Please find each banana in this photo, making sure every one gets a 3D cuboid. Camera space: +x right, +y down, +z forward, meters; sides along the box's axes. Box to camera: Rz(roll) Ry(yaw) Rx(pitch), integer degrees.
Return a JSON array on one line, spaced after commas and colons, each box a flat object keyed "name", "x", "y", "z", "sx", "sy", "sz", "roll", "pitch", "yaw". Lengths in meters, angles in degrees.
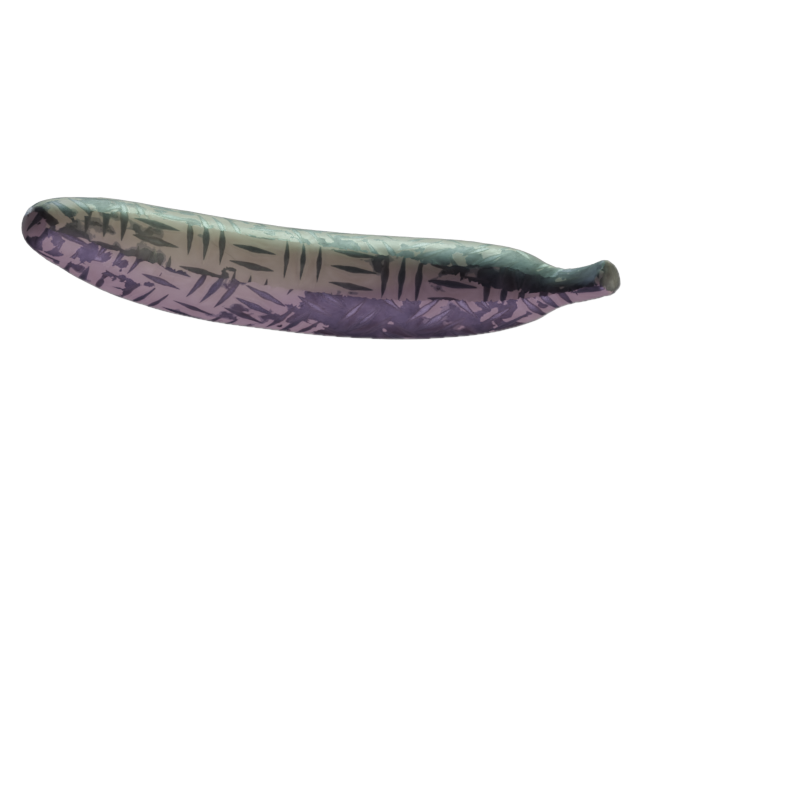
[{"name": "banana", "x": -0.030, "y": -0.047, "z": 0.391, "sx": 0.195, "sy": 0.039, "sz": 0.067, "roll": 3, "pitch": -21, "yaw": -8}]
